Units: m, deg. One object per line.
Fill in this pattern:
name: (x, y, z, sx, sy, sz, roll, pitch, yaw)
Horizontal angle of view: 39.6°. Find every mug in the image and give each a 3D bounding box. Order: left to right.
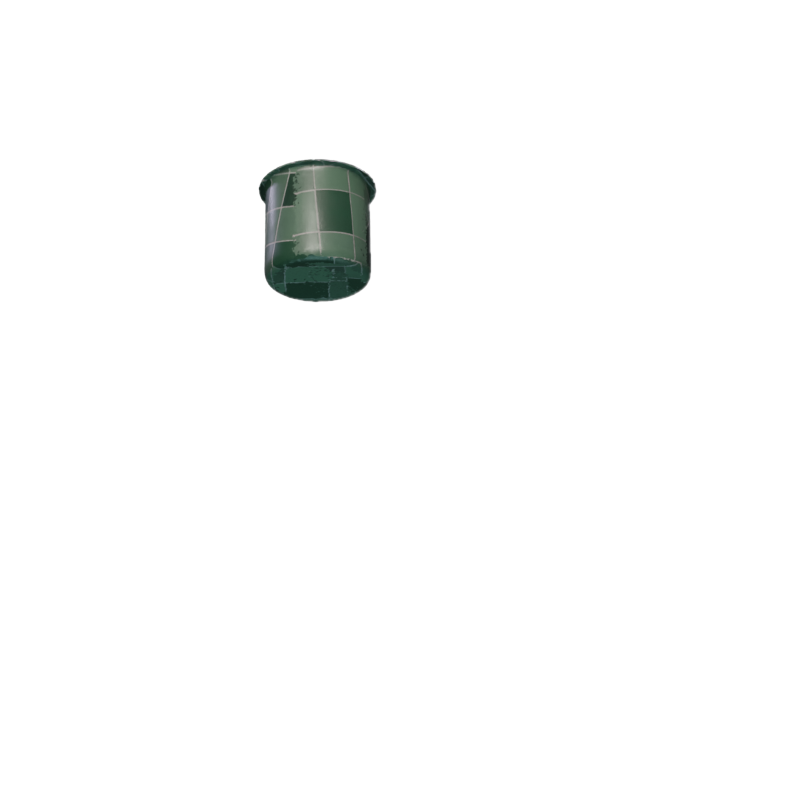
mug: (-0.068, -0.124, 0.869, 0.091, 0.086, 0.114, 7, -25, -18)
